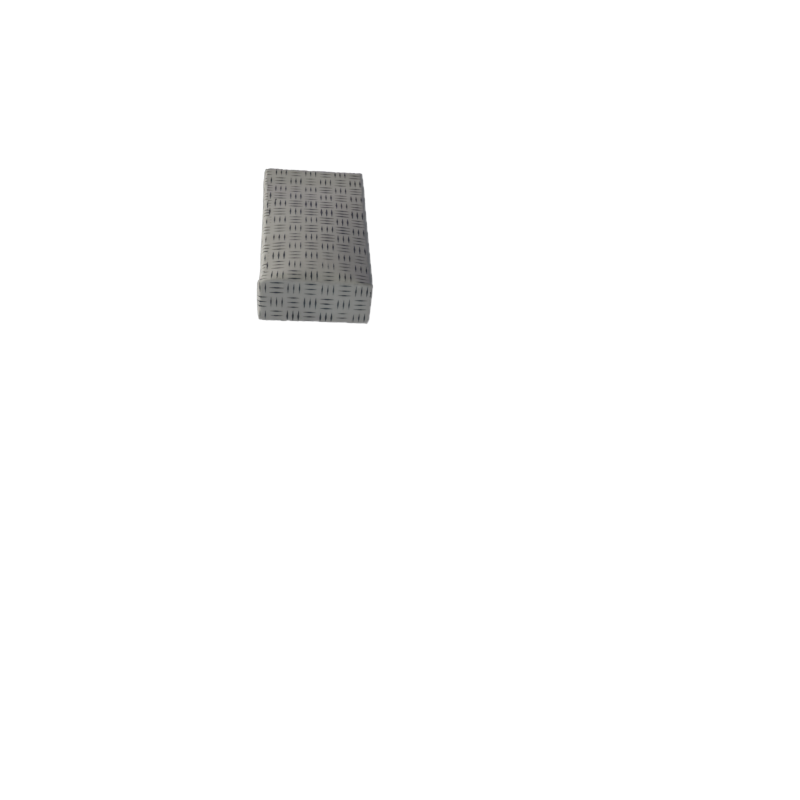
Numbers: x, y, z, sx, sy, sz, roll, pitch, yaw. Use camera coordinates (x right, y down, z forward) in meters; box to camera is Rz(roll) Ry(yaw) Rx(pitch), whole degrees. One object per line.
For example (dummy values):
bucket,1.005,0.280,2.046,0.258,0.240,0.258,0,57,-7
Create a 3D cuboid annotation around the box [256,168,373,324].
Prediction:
box,-0.075,-0.136,0.957,0.093,0.045,0.189,2,37,-5
